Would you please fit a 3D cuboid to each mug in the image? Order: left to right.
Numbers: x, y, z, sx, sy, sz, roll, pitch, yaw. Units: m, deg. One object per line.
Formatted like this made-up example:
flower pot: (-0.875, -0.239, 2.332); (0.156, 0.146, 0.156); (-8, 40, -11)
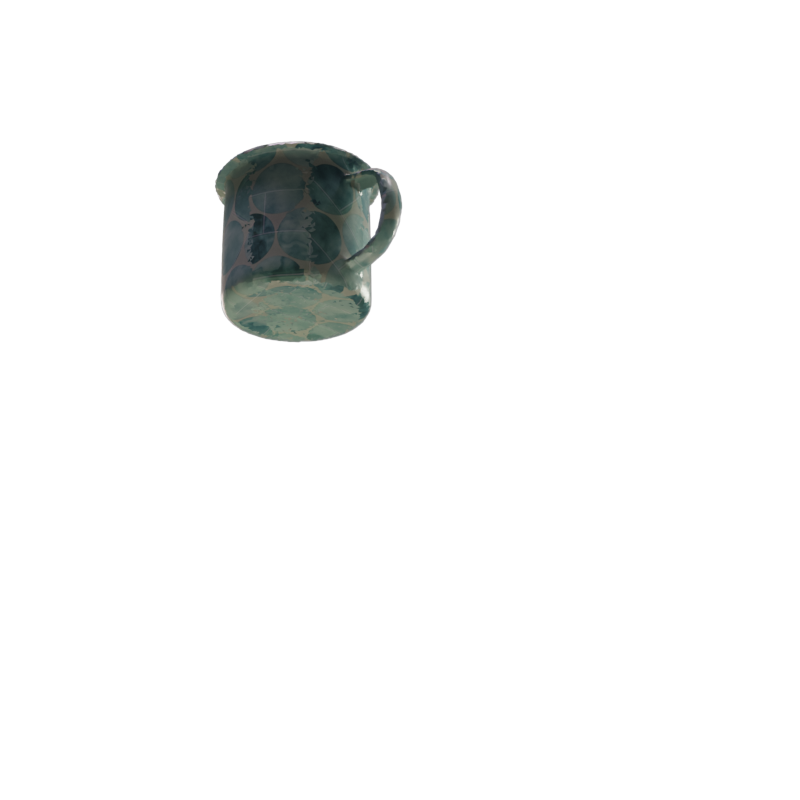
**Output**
mug: (-0.047, -0.086, 0.605); (0.118, 0.086, 0.087); (-18, -30, 33)
